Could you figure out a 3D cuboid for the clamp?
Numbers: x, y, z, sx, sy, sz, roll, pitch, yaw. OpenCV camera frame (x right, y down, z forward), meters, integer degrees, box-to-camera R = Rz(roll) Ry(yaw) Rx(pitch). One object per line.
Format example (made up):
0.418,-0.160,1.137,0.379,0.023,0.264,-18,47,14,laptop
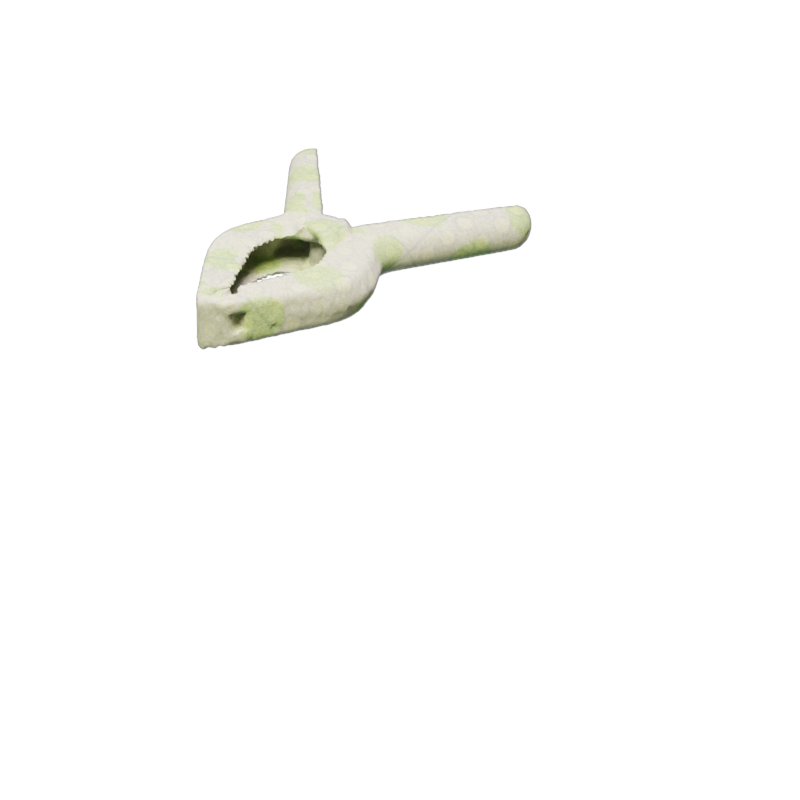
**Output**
-0.049,-0.089,0.622,0.175,0.034,0.210,24,40,33,clamp
